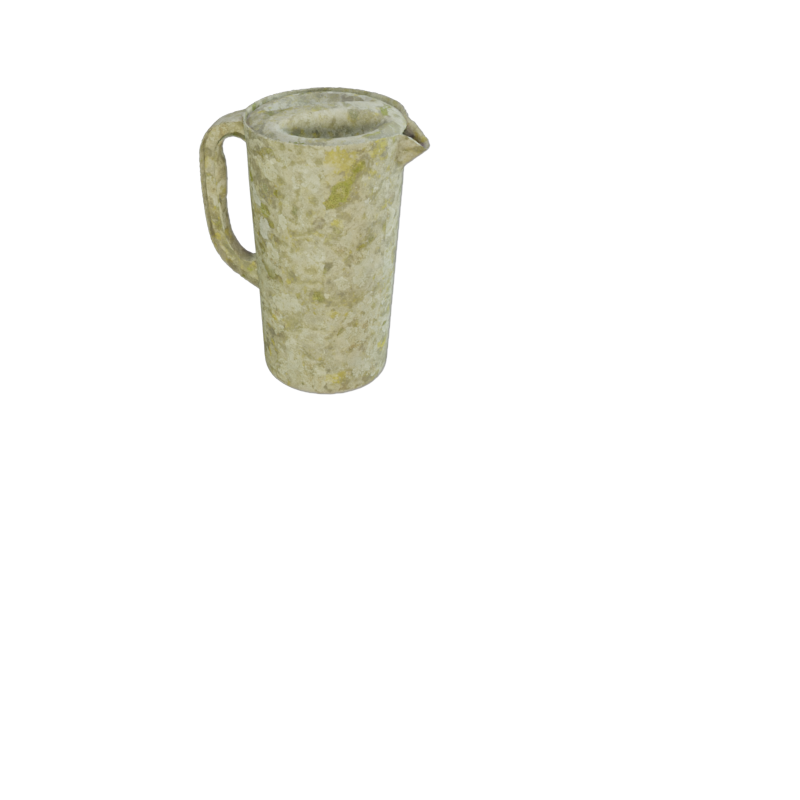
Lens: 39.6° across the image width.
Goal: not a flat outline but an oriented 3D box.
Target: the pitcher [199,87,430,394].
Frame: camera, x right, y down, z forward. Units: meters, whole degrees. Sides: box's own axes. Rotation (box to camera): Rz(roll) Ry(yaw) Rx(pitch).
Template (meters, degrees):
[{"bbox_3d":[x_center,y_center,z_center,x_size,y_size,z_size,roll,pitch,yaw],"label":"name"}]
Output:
[{"bbox_3d":[-0.073,-0.133,0.929,0.143,0.229,0.160,-17,35,-30],"label":"pitcher"}]
